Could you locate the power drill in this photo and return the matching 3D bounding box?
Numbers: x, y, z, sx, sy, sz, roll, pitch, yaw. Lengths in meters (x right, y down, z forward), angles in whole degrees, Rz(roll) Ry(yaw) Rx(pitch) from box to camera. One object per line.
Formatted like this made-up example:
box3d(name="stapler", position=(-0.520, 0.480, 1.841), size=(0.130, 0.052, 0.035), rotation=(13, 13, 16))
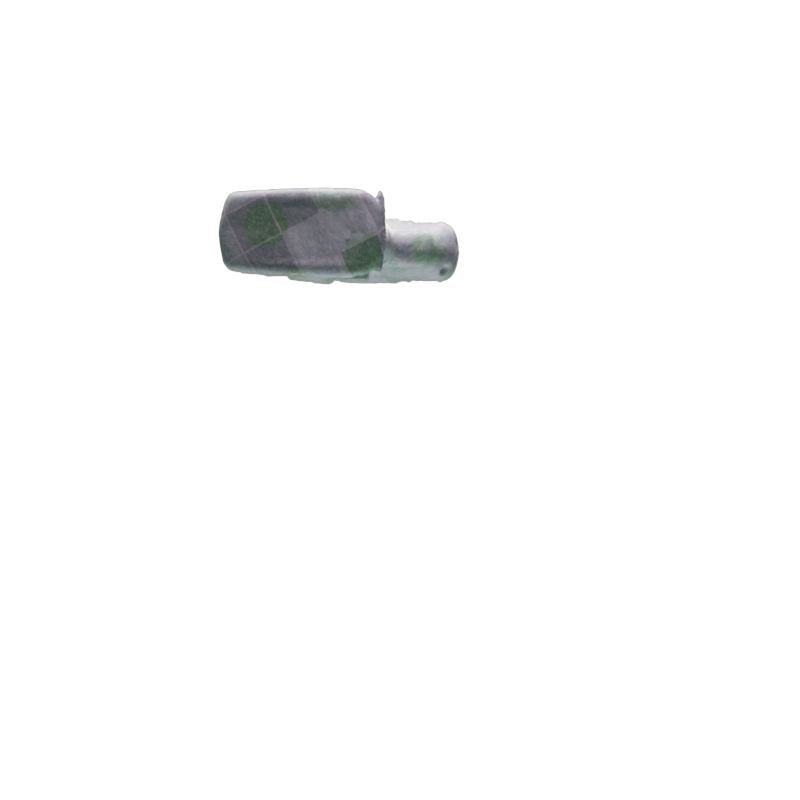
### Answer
box3d(name="power drill", position=(-0.062, -0.112, 0.786), size=(0.188, 0.057, 0.184), rotation=(1, 4, 14))
